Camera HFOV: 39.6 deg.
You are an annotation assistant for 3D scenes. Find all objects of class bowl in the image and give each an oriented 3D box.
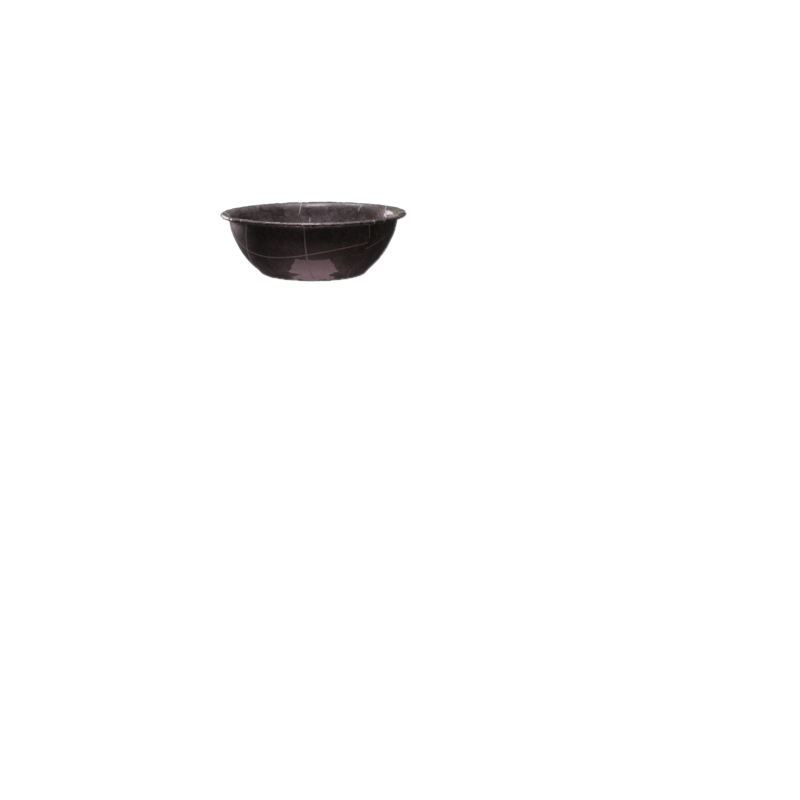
[{"bbox_3d":[-0.076,-0.138,0.966,0.162,0.053,0.167,0,15,-2],"label":"bowl"}]
